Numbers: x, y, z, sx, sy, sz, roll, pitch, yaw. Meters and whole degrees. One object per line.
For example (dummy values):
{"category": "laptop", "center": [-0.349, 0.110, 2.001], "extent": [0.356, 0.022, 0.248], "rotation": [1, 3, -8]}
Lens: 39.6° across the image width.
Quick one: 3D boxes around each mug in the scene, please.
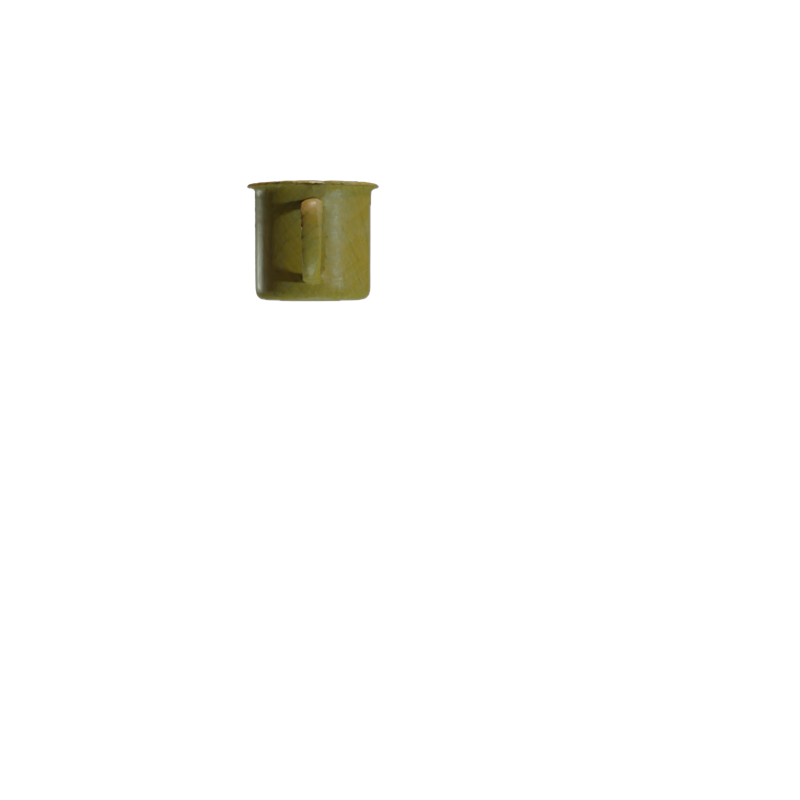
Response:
{"category": "mug", "center": [-0.060, -0.110, 0.773], "extent": [0.093, 0.081, 0.118], "rotation": [0, 4, -5]}
